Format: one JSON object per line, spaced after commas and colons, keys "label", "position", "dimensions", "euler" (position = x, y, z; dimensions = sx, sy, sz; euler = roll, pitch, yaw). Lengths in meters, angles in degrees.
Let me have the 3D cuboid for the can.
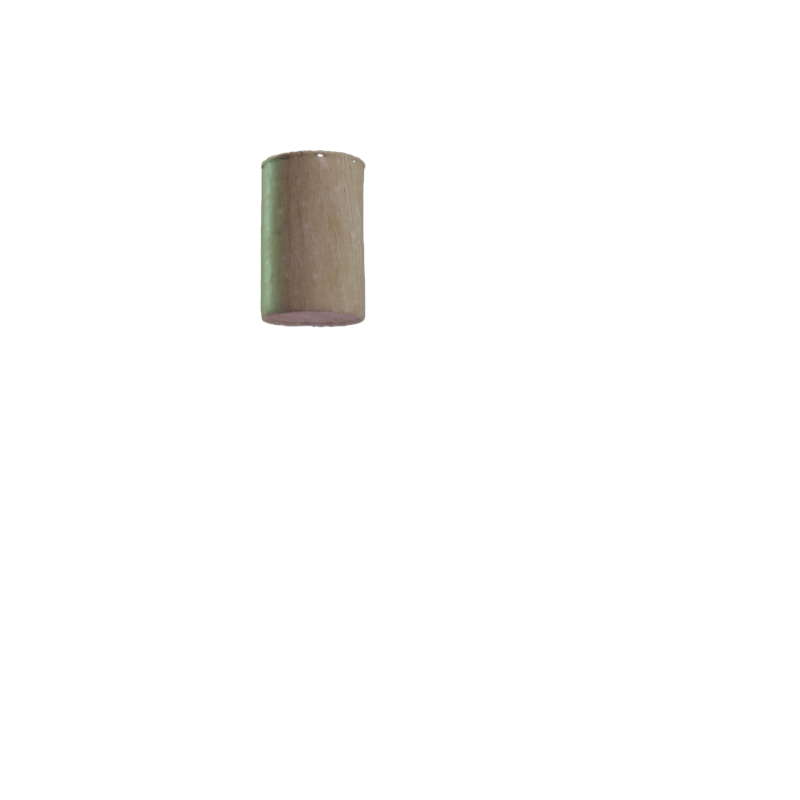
{"label": "can", "position": [-0.055, -0.101, 0.709], "dimensions": [0.068, 0.105, 0.067], "euler": [0, -10, -2]}
